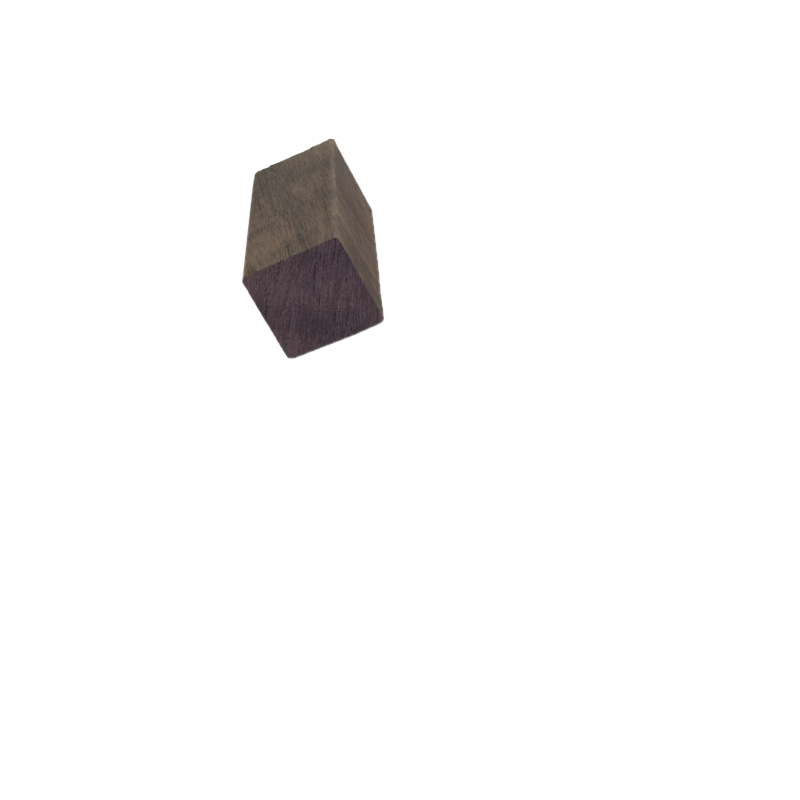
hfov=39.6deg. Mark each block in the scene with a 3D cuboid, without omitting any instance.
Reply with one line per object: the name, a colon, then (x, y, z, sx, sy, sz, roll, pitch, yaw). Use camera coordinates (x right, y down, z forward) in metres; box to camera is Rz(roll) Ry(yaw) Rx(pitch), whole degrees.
block: (-0.078, -0.141, 0.988, 0.090, 0.085, 0.220, -23, 32, 11)
